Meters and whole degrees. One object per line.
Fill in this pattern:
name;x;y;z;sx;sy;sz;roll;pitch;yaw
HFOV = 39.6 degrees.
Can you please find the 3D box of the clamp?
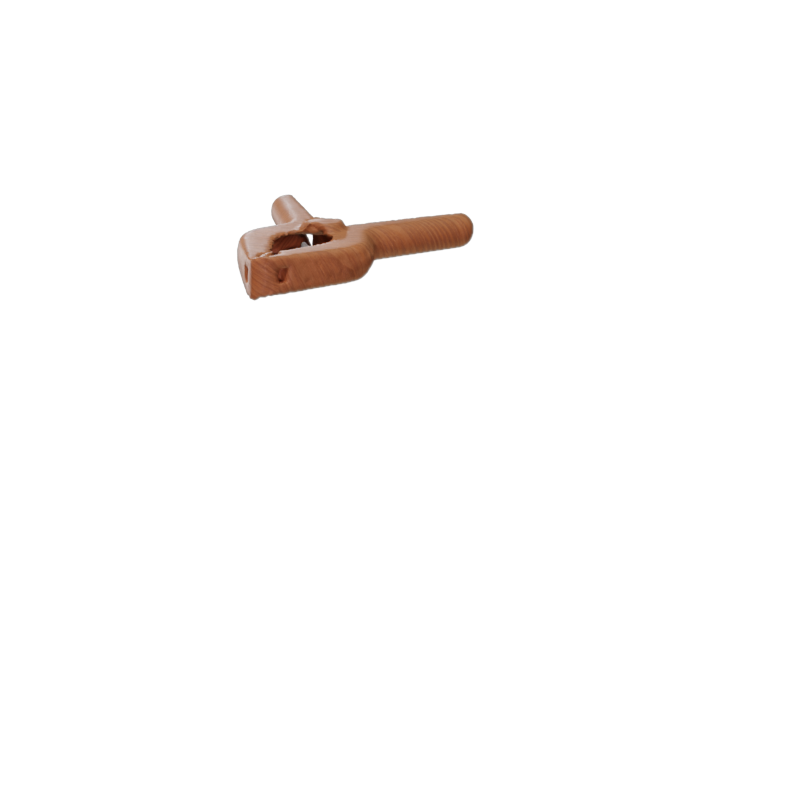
clamp;-0.062;-0.113;0.790;0.172;0.035;0.209;11;23;27
